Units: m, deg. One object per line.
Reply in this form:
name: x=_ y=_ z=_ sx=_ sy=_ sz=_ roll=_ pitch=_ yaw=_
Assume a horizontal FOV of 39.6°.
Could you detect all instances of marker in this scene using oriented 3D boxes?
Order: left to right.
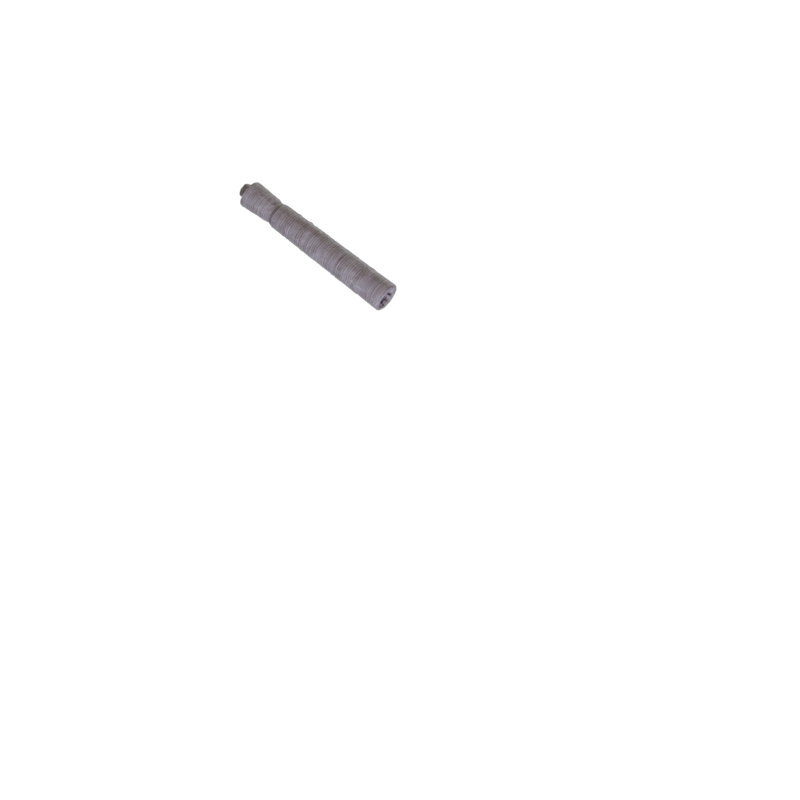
marker: x=-0.054 y=-0.098 z=0.687 sx=0.127 sy=0.019 sz=0.019 roll=39 pitch=19 yaw=21
